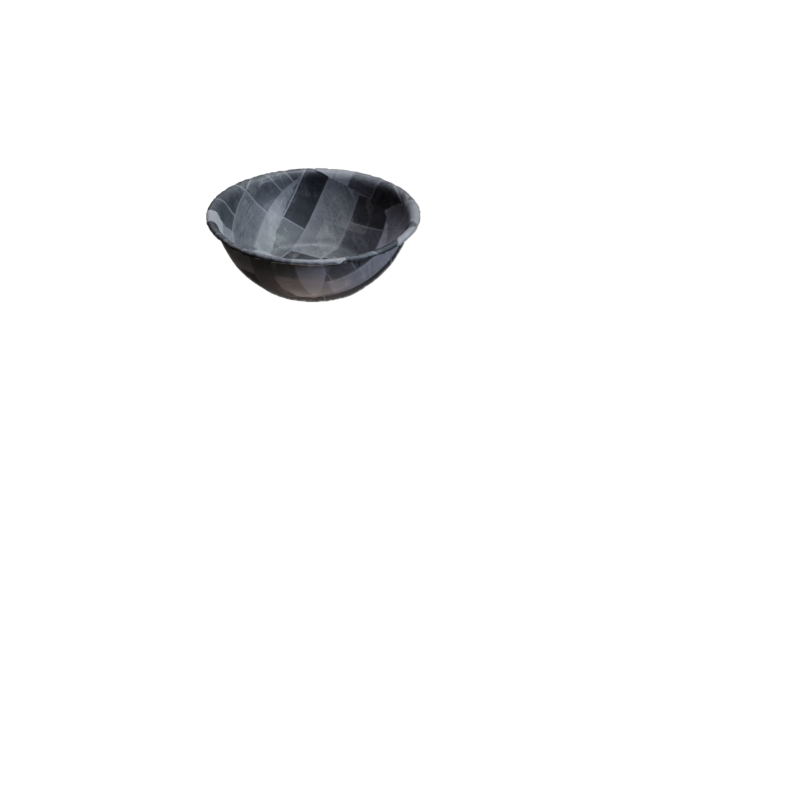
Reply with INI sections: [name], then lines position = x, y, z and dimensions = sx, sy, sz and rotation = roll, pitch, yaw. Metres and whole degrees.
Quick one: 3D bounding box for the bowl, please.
[bowl]
position = -0.066, -0.121, 0.846
dimensions = 0.162, 0.052, 0.173
rotation = -1, 34, -2
